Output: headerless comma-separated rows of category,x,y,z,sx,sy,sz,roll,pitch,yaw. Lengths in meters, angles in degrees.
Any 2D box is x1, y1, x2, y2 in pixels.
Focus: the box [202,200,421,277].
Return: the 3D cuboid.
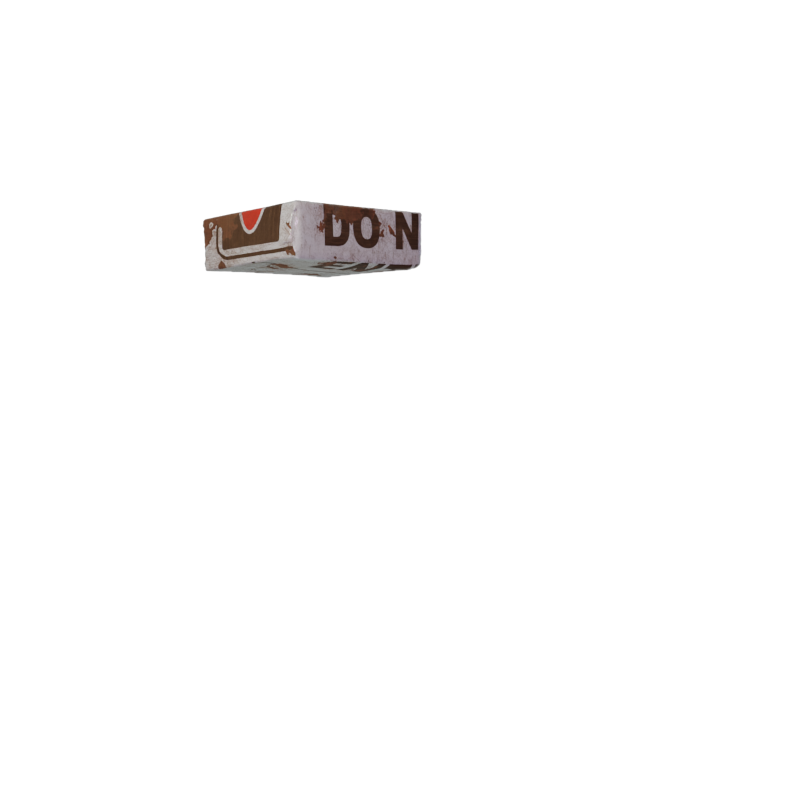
box,-0.055,-0.101,0.707,0.109,0.039,0.093,0,0,-45
